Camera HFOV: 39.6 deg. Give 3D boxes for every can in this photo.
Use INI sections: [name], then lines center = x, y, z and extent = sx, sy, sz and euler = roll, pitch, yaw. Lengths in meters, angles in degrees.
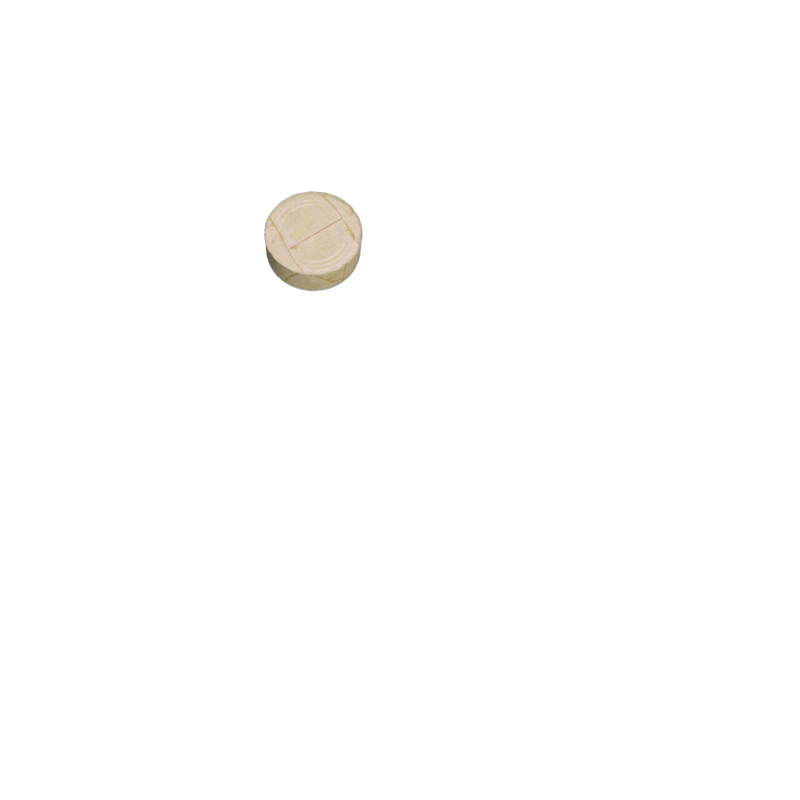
[can]
center = -0.076, -0.139, 0.976
extent = 0.086, 0.091, 0.032
euler = -1, -29, -1
